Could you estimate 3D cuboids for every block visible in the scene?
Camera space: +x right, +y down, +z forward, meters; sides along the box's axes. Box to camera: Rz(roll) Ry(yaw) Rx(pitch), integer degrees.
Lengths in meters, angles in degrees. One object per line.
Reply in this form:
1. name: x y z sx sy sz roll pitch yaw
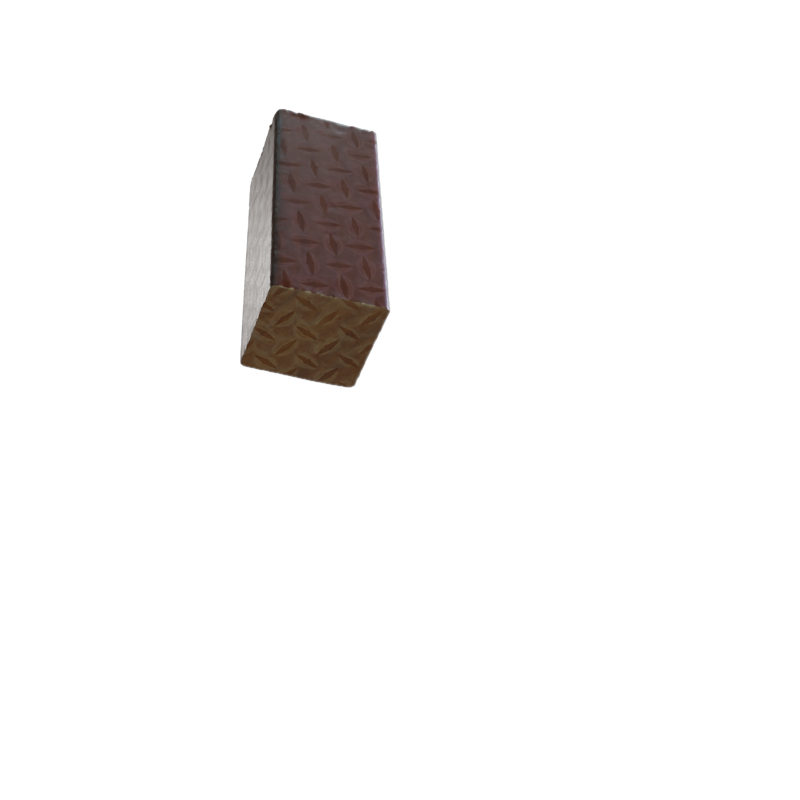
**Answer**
1. block: -0.068 -0.123 0.865 0.088 0.221 0.086 11 -45 -15
